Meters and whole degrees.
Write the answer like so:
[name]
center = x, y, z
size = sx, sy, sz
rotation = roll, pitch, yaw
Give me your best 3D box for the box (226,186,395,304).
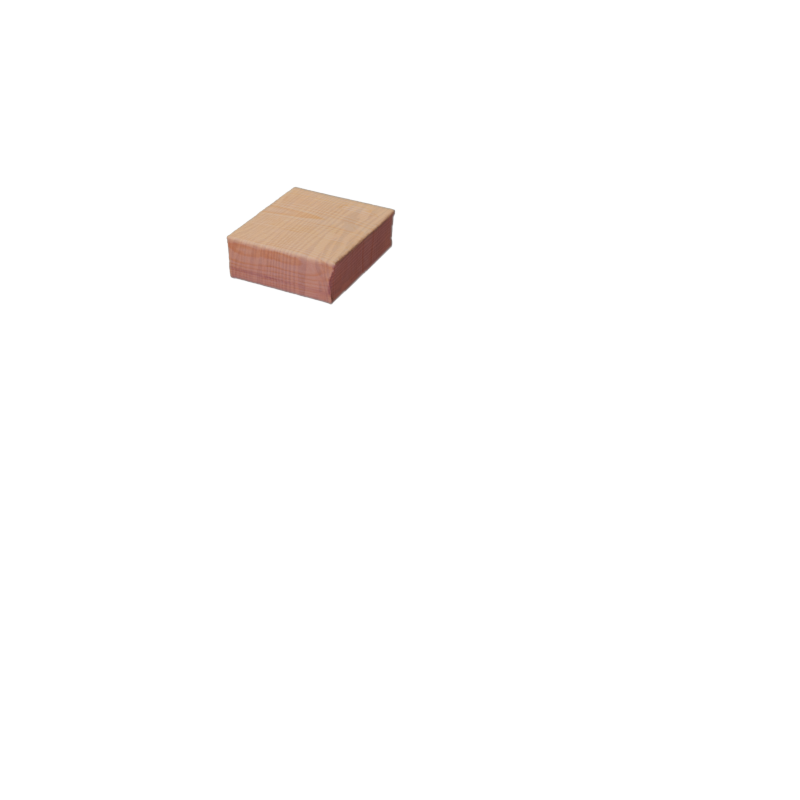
[box]
center = -0.066, -0.121, 0.846
size = 0.093, 0.037, 0.116
rotation = 14, 35, 20
